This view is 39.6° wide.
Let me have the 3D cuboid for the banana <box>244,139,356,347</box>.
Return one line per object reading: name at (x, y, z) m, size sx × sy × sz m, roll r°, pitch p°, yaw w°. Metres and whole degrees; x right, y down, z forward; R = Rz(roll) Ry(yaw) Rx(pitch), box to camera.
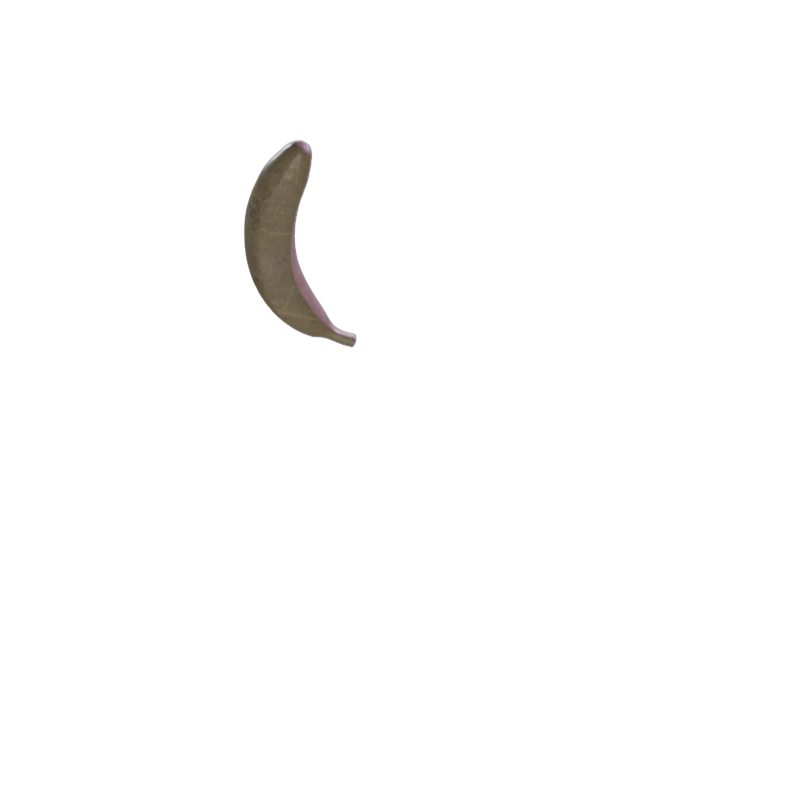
banana at (-0.082, -0.112, 0.824) m, size 0.070 × 0.039 × 0.183 m, roll -7°, pitch -45°, yaw 6°
